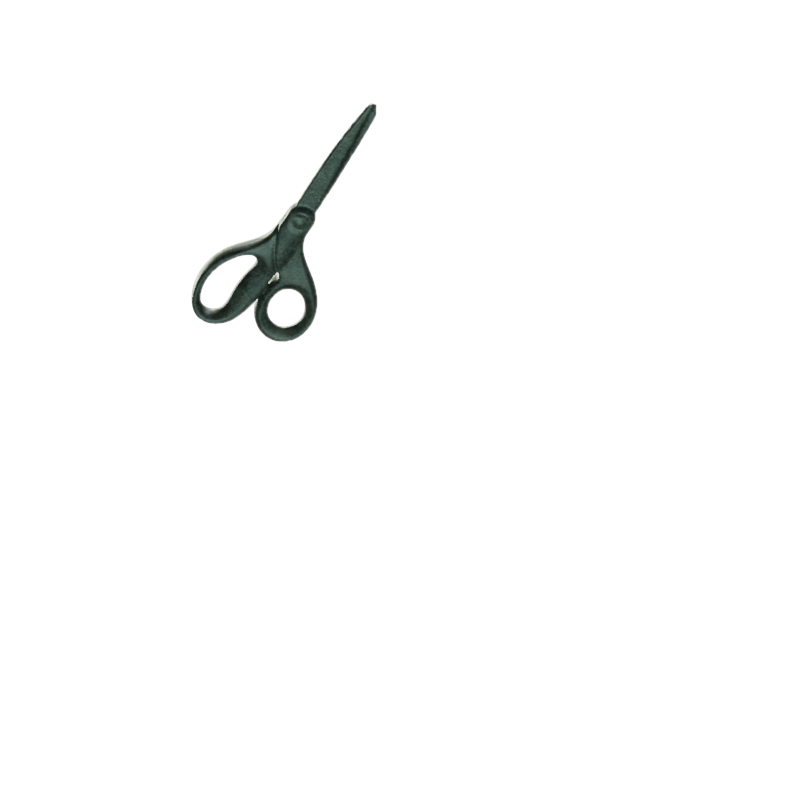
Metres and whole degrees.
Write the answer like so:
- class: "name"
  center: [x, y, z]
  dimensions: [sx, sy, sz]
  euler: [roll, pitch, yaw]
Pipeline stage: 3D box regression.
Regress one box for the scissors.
- class: "scissors"
  center: [-0.059, -0.108, 0.753]
  dimensions: [0.200, 0.017, 0.091]
  euler: [-37, -61, 24]
